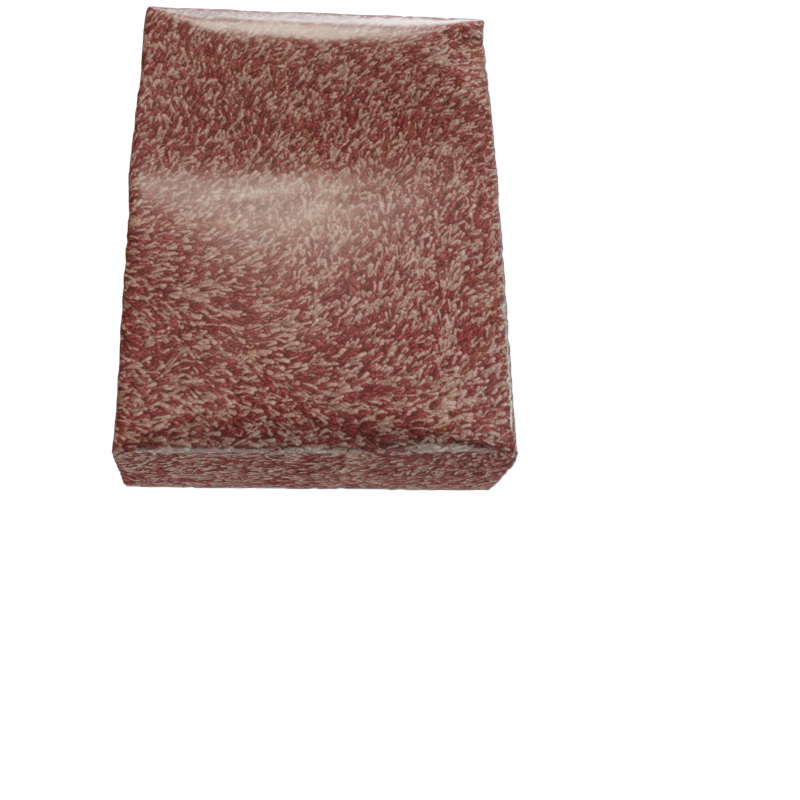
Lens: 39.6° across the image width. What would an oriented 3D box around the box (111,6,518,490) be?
[{"bbox_3d":[-0.039,-0.071,0.501,0.163,0.225,0.069,1,-22,-5],"label":"box"}]
